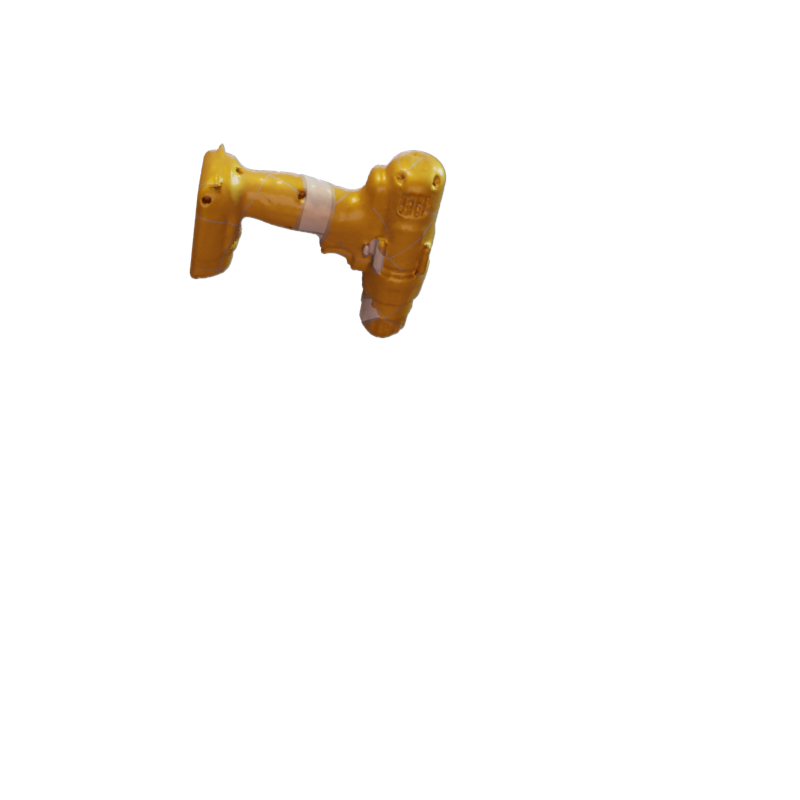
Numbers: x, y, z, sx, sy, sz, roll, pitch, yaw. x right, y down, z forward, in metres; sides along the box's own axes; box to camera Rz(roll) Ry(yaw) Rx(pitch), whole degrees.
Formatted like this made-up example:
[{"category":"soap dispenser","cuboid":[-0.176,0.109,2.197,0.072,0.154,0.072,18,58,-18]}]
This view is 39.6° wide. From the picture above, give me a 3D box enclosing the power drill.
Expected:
[{"category":"power drill","cuboid":[-0.068,-0.124,0.867,0.186,0.062,0.173,6,-45,-6]}]
